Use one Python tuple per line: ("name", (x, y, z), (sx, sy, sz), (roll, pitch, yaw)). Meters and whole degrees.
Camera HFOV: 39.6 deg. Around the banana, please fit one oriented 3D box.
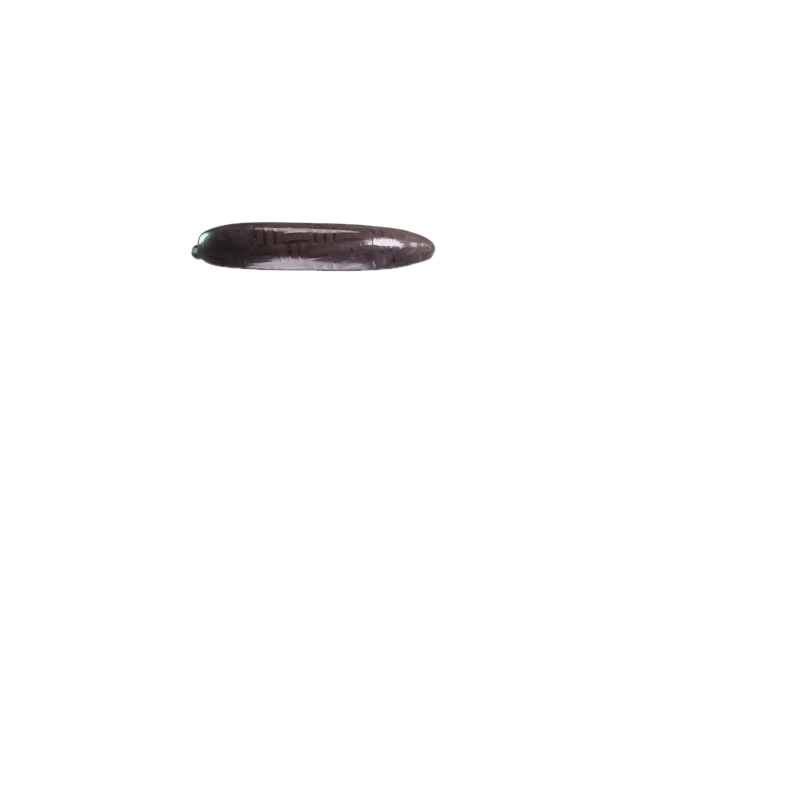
("banana", (-0.074, -0.120, 0.856), (0.200, 0.036, 0.070), (3, 14, 9))
